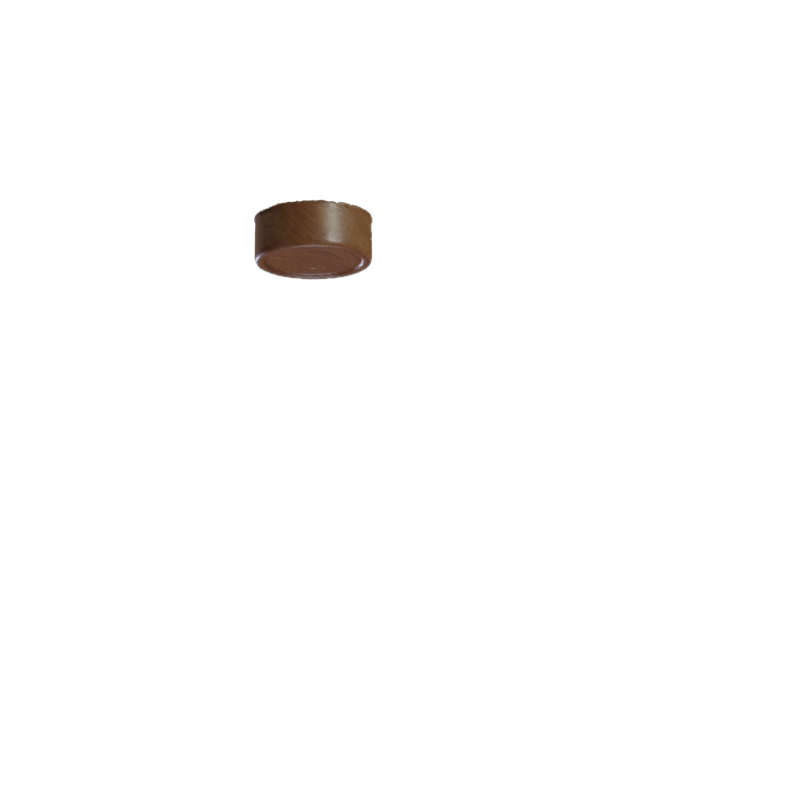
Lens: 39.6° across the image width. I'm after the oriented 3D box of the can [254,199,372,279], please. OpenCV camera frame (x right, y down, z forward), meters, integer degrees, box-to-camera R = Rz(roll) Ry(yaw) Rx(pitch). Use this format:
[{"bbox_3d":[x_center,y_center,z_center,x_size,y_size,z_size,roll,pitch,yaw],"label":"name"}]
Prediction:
[{"bbox_3d":[-0.062,-0.114,0.796,0.086,0.035,0.083,0,-12,-2],"label":"can"}]
